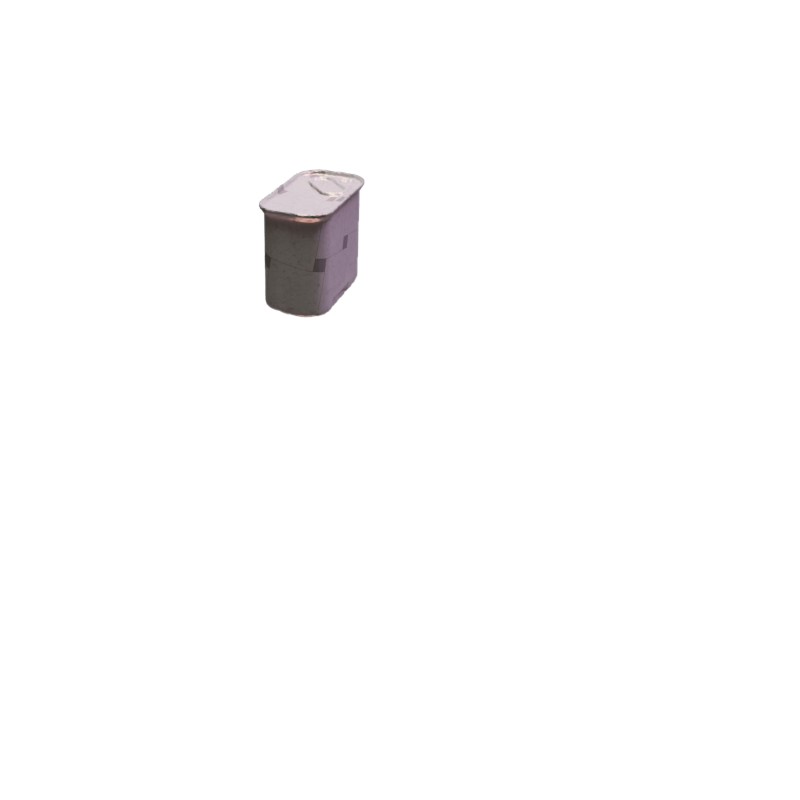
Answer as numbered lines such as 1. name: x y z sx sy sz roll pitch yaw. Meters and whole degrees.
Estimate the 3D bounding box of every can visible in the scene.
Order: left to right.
1. can: -0.067 -0.122 0.854 0.059 0.079 0.104 9 28 16
